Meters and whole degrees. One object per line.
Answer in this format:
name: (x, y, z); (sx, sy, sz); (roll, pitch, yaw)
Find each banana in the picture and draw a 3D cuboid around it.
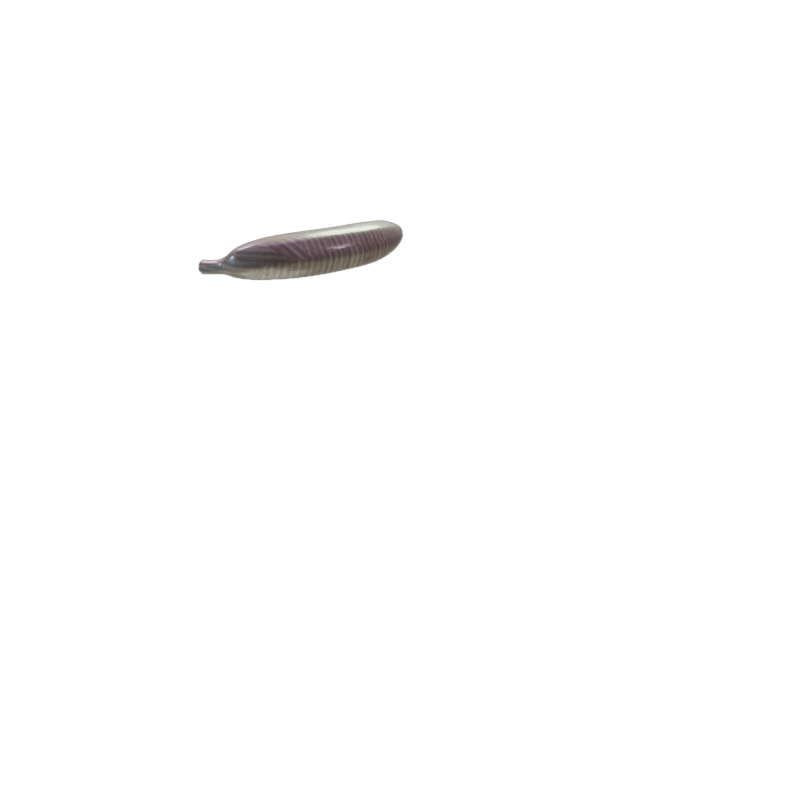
banana: (-0.067, -0.129, 0.933); (0.193, 0.035, 0.074); (-12, 23, -29)
